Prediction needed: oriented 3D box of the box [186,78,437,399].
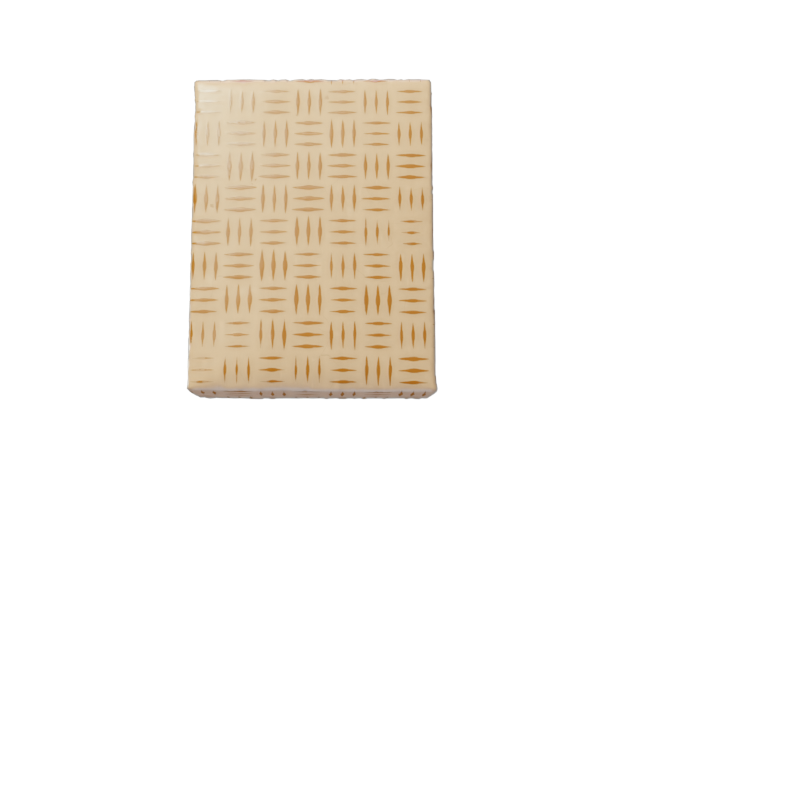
[{"bbox_3d":[-0.060,-0.109,0.764,0.164,0.220,0.070,0,-12,-1],"label":"box"}]
